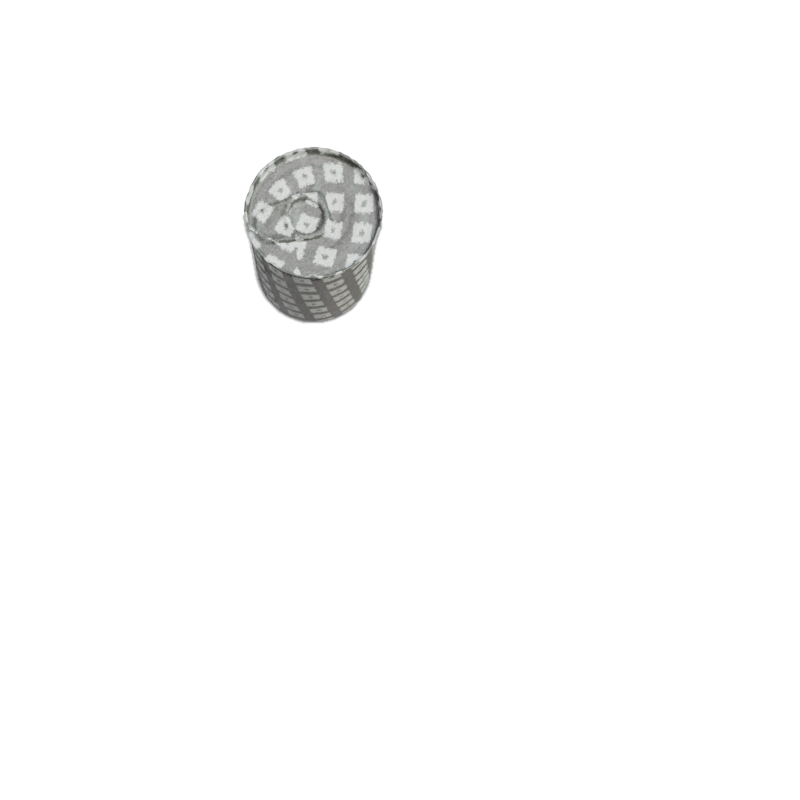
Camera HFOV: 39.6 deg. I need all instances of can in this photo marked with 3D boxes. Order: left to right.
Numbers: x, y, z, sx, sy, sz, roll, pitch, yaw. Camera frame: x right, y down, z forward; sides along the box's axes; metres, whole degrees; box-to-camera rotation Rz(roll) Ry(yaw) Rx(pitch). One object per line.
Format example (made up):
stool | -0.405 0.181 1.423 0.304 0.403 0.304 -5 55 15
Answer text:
can | -0.046 -0.084 0.589 0.068 0.071 0.099 0 -12 -3
